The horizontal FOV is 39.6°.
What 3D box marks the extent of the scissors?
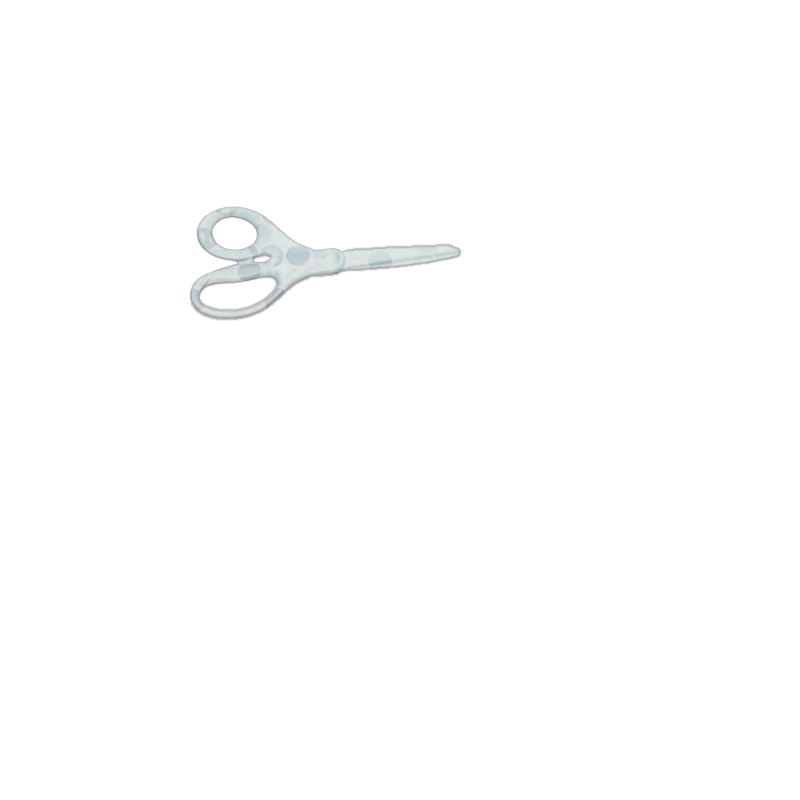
[{"bbox_3d":[-0.065,-0.119,0.835,0.201,0.101,0.015,-20,-18,-7],"label":"scissors"}]
